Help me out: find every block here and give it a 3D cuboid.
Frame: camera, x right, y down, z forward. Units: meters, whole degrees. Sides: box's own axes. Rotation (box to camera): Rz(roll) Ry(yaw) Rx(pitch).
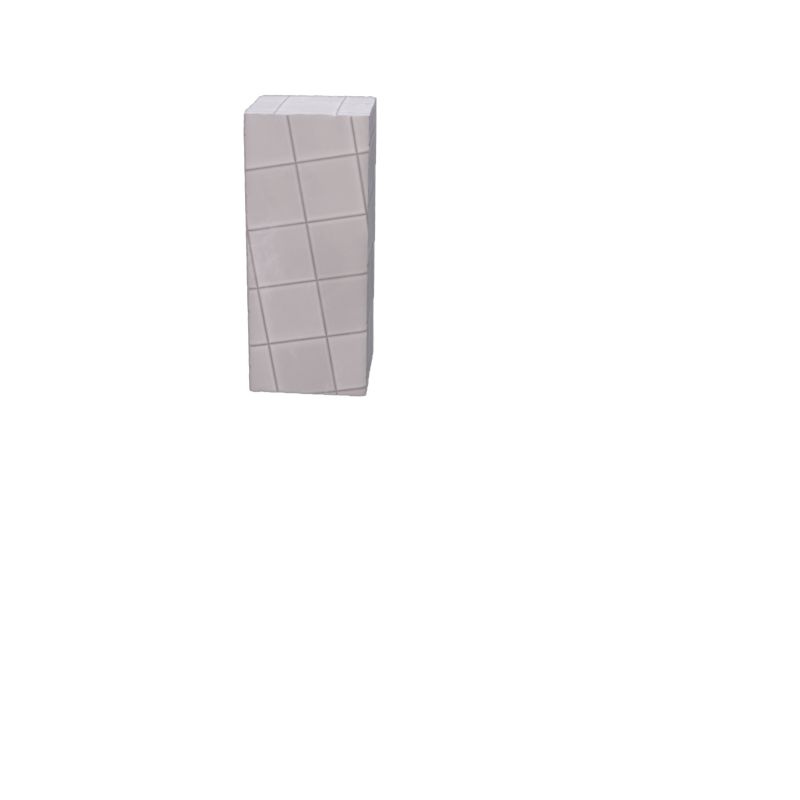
[{"bbox_3d":[-0.065,-0.118,0.823,0.091,0.198,0.094,2,18,3],"label":"block"}]
